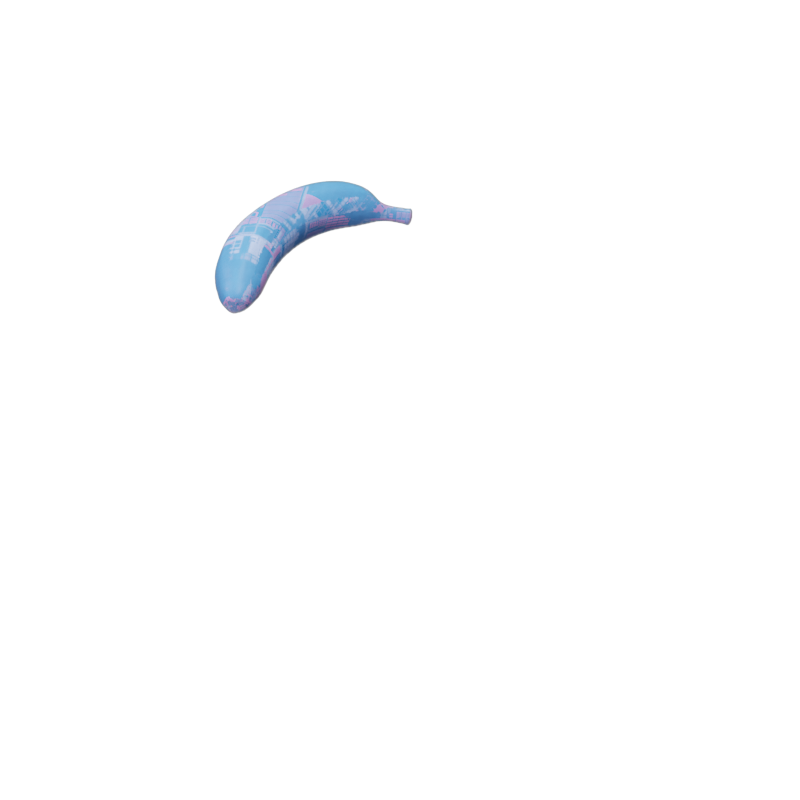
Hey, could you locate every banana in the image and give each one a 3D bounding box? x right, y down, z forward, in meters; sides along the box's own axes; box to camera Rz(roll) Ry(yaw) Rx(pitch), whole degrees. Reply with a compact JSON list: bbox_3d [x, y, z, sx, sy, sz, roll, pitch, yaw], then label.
[{"bbox_3d":[-0.071,-0.114,0.757,0.073,0.035,0.199,20,36,29],"label":"banana"}]
